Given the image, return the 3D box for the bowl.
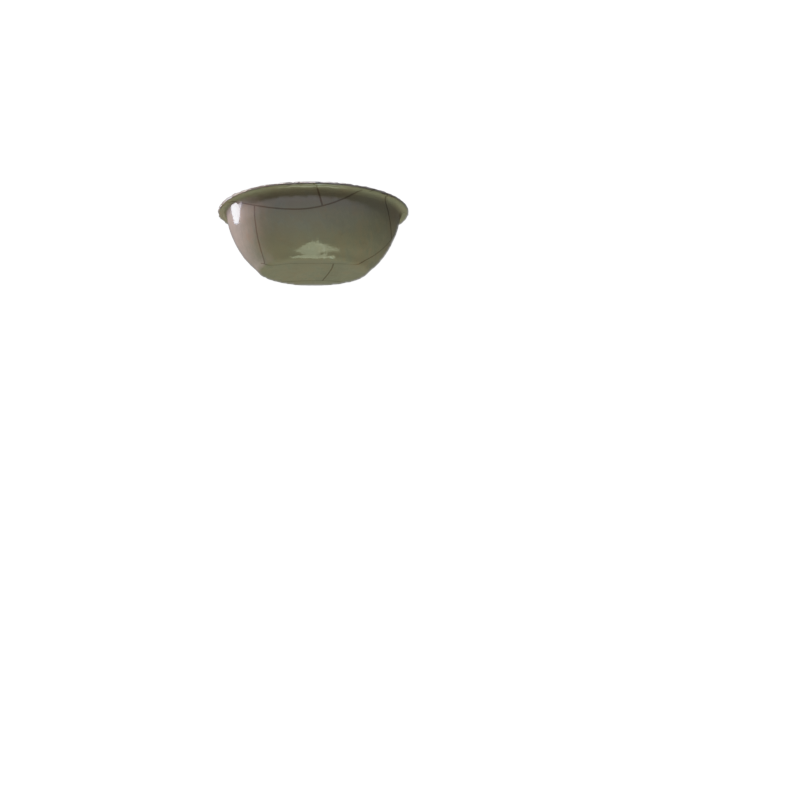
[{"bbox_3d":[-0.073,-0.133,0.934,0.162,0.057,0.157,0,-9,-2],"label":"bowl"}]
